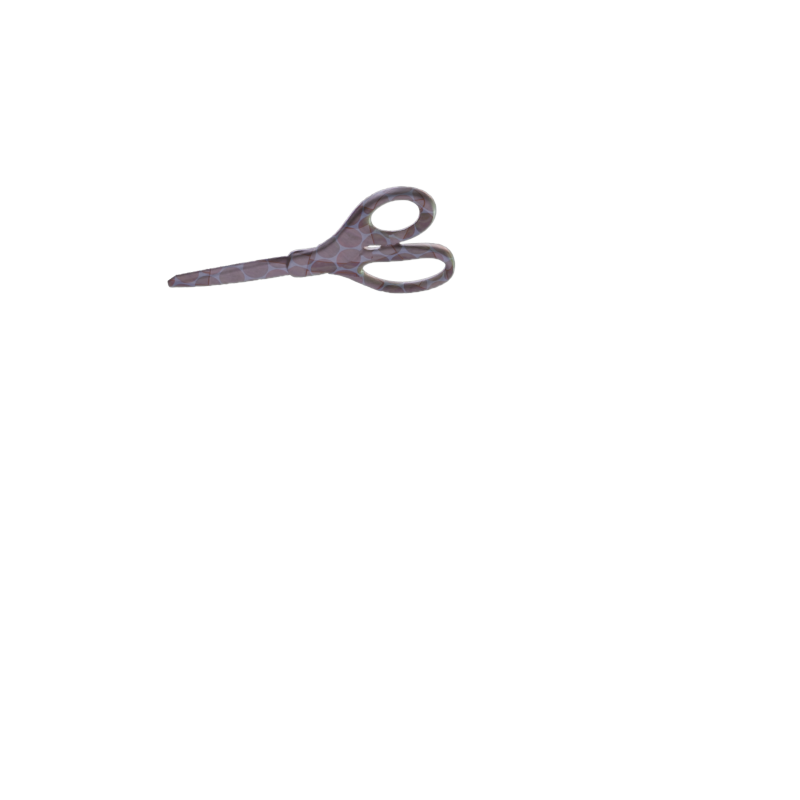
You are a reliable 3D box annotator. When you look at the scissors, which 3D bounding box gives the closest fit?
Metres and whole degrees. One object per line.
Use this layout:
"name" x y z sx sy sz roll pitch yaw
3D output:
"scissors" -0.060 -0.110 0.767 0.201 0.090 0.017 4 40 -3
